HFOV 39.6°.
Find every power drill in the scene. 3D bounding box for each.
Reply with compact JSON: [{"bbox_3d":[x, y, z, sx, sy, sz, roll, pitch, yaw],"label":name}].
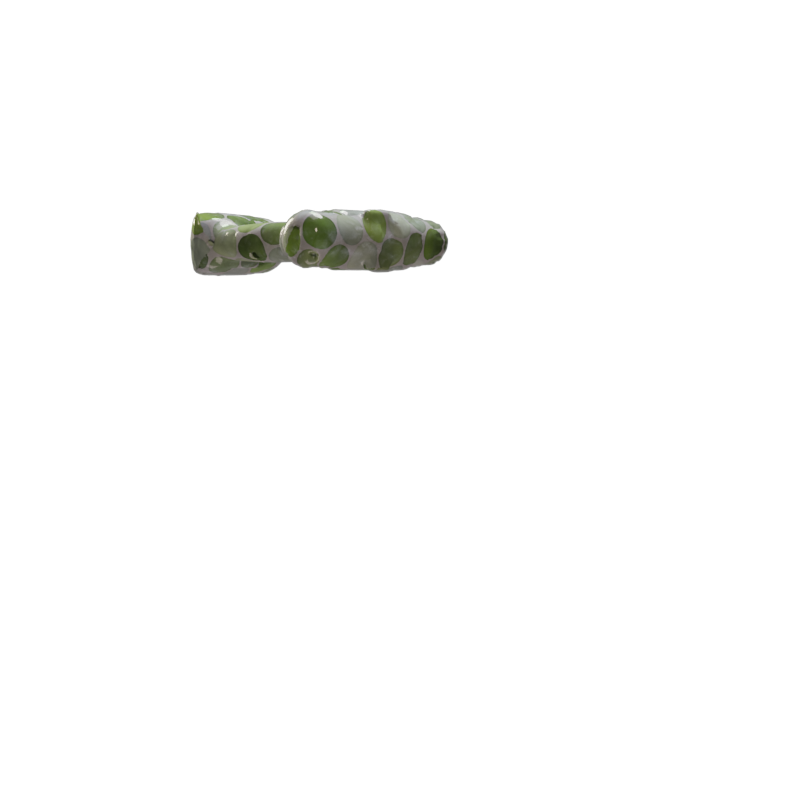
[{"bbox_3d":[-0.076,-0.138,0.965,0.195,0.057,0.177,3,4,41],"label":"power drill"}]
